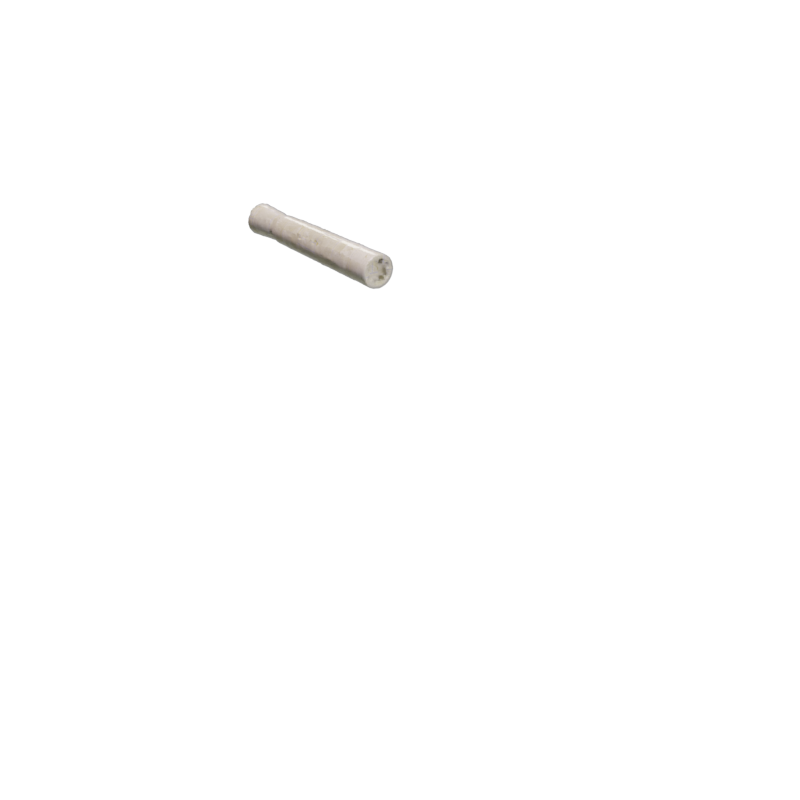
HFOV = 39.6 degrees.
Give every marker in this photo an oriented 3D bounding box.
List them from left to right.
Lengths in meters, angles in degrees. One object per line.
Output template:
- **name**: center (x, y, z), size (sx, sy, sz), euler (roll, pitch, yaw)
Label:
- **marker**: center (-0.048, -0.087, 0.610), size (0.019, 0.019, 0.129), euler (-3, 22, -37)
